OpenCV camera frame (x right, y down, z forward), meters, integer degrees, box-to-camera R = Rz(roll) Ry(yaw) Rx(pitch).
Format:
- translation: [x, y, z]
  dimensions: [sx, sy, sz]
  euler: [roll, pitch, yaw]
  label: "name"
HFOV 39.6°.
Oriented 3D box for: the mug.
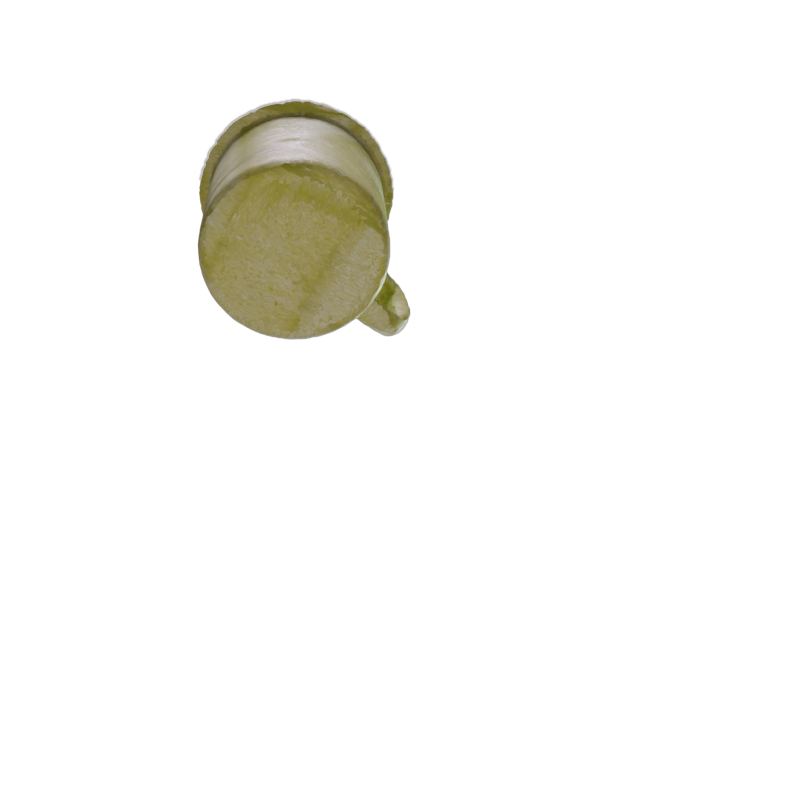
- translation: [-0.039, -0.071, 0.500]
  dimensions: [0.092, 0.112, 0.086]
  euler: [-39, 20, 15]
  label: "mug"
